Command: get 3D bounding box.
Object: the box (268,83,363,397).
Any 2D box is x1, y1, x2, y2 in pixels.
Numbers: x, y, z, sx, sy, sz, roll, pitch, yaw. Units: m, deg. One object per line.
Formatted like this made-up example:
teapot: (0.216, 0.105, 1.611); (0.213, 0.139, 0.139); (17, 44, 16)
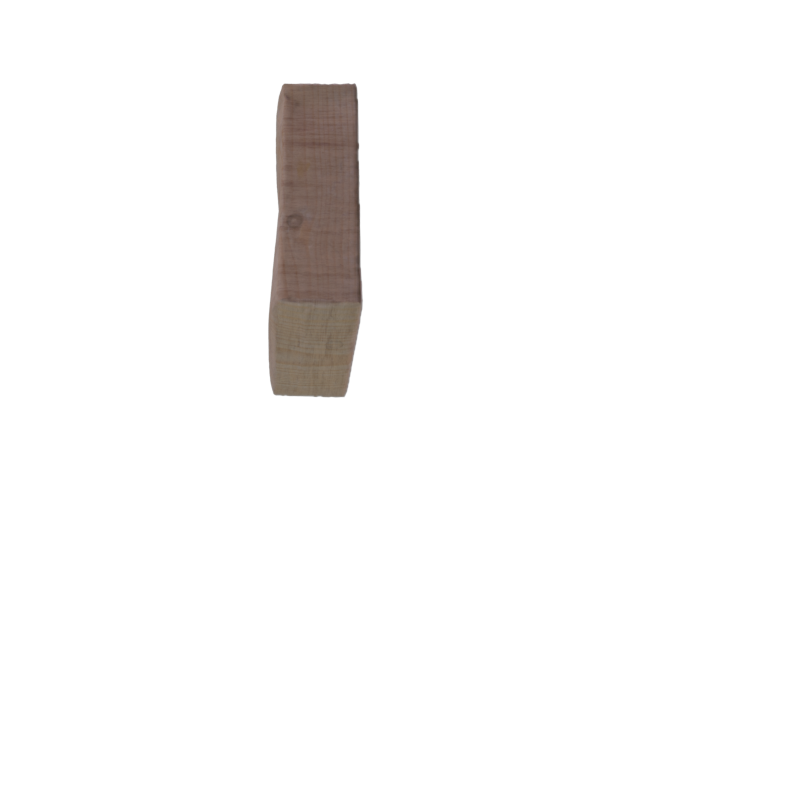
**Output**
box: (-0.073, -0.133, 0.929); (0.071, 0.228, 0.155); (1, -29, -6)
